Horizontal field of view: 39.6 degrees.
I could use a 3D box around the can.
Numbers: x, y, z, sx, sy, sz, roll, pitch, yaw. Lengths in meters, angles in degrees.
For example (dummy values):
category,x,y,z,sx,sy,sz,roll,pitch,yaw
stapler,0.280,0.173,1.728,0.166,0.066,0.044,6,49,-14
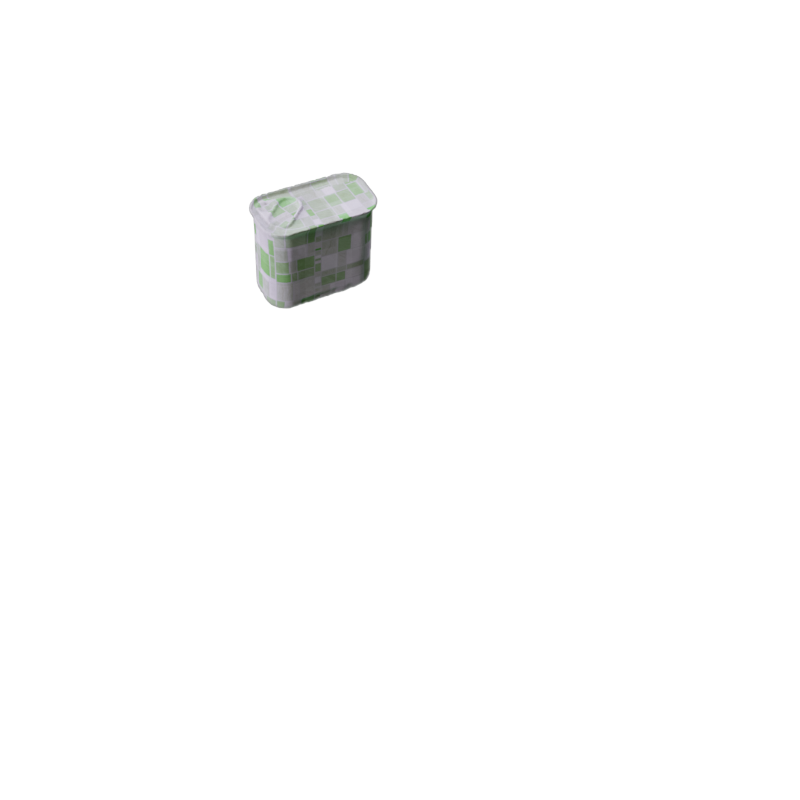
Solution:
category,x,y,z,sx,sy,sz,roll,pitch,yaw
can,-0.073,-0.132,0.925,0.101,0.078,0.062,-19,48,-19
